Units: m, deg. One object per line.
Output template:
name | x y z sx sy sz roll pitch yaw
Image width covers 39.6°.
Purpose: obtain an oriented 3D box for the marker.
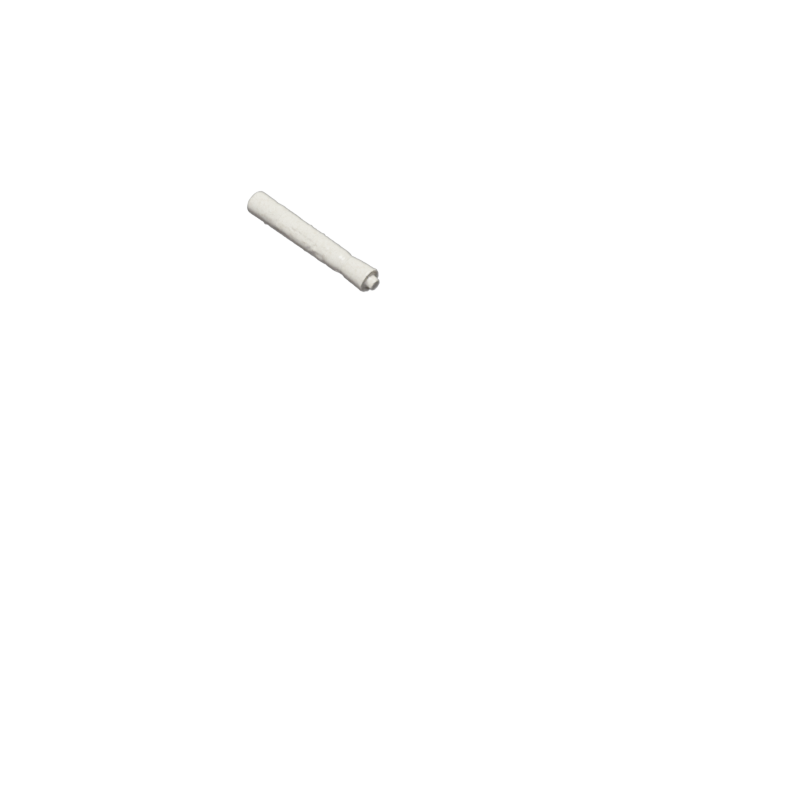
marker | -0.062 -0.114 0.797 0.129 0.019 0.019 37 22 28
